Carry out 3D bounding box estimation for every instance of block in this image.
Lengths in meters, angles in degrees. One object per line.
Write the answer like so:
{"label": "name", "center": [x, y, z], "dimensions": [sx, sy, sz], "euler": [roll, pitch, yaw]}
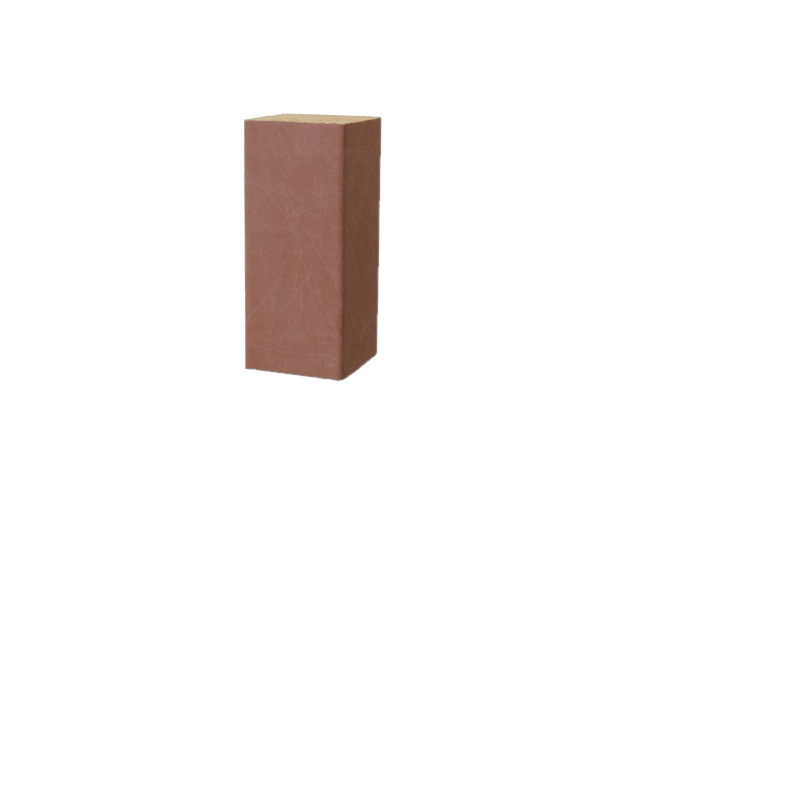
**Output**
{"label": "block", "center": [-0.072, -0.132, 0.923], "dimensions": [0.093, 0.201, 0.090], "euler": [5, 12, 20]}
